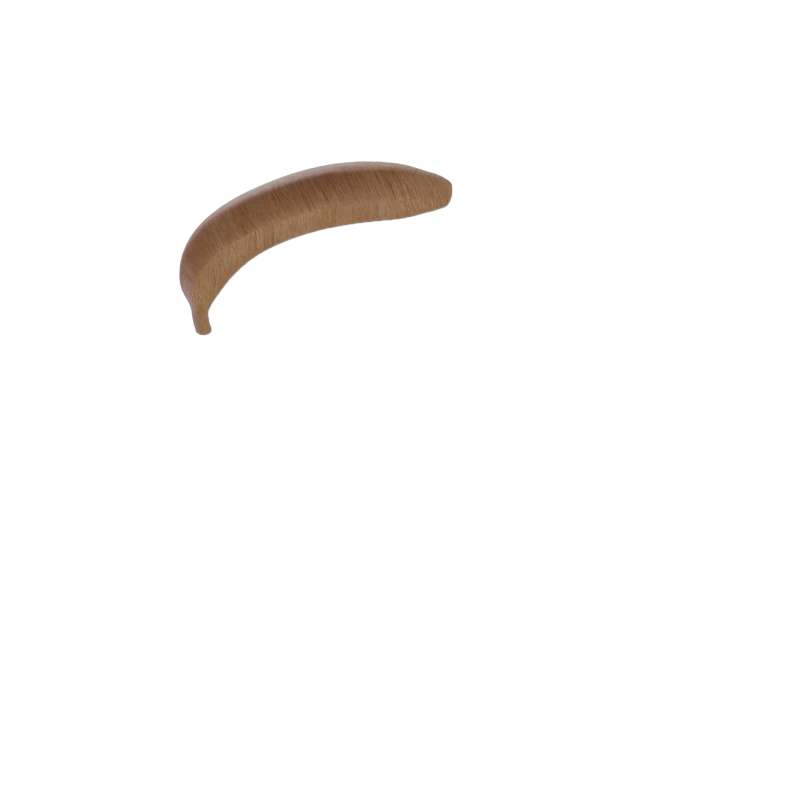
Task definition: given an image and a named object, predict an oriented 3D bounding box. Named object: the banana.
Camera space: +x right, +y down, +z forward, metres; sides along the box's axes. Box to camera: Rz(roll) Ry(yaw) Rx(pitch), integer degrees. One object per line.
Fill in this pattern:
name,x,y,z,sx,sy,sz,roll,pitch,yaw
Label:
banana,-0.067,-0.106,0.677,0.198,0.039,0.064,-24,-46,25
